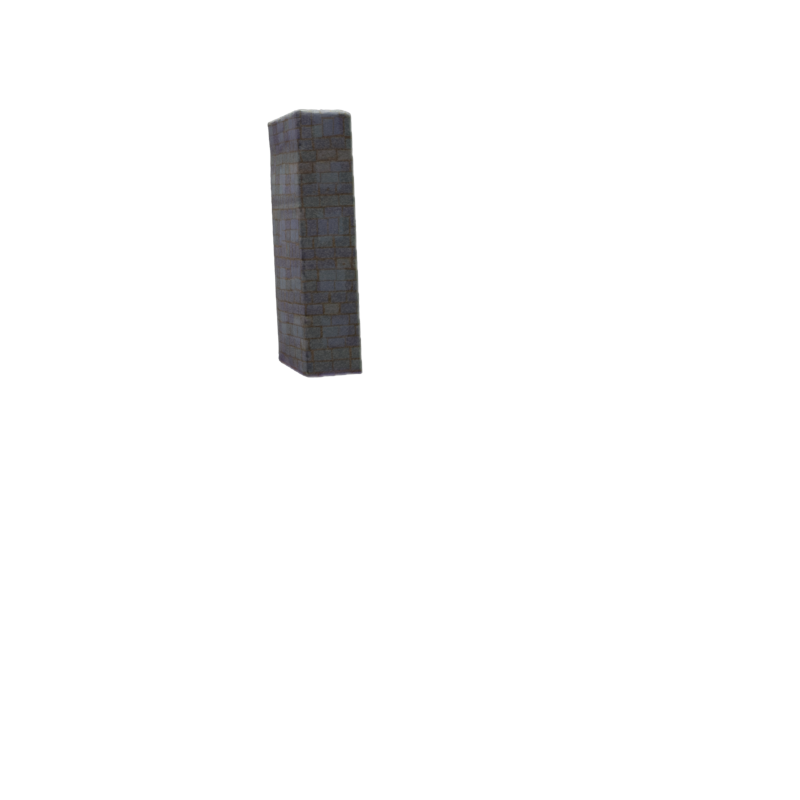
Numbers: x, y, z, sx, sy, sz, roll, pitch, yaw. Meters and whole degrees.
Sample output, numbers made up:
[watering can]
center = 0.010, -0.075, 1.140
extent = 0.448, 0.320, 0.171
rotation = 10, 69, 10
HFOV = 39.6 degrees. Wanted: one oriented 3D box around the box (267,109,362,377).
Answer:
[box]
center = -0.060, -0.110, 0.768
extent = 0.047, 0.175, 0.096
rotation = 0, 3, -18
